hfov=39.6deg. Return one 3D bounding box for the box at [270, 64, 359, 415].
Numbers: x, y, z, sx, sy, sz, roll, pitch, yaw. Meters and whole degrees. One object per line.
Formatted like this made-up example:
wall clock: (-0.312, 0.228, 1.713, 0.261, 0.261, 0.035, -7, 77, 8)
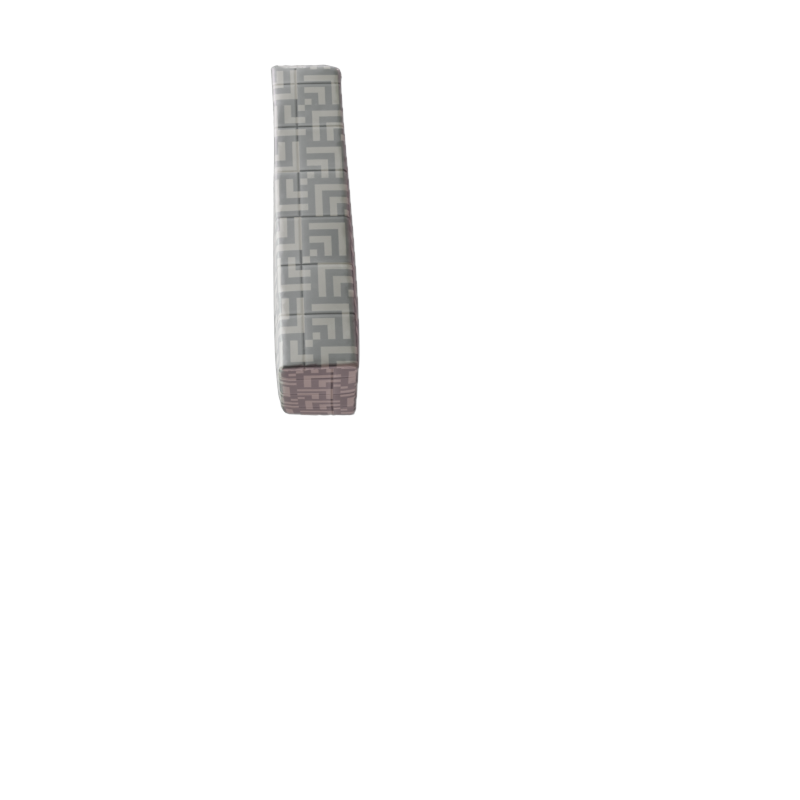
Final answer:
box: (-0.048, -0.088, 0.614, 0.048, 0.185, 0.089, 0, -21, -3)
